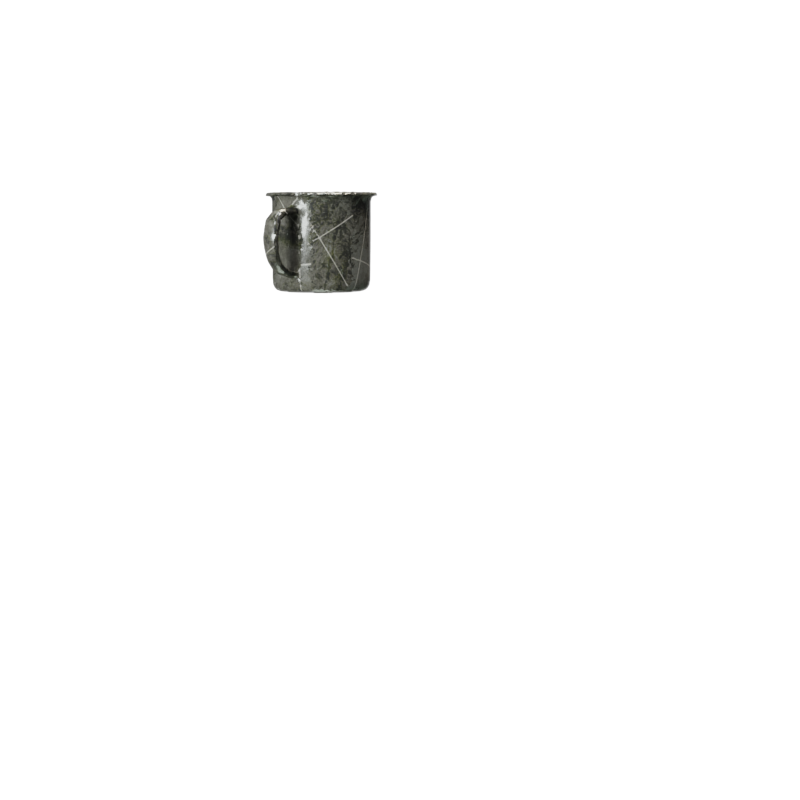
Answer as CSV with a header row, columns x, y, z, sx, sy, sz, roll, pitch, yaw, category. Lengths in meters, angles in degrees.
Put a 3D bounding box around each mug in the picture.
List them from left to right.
x,y,z,sx,sy,sz,roll,pitch,yaw,category
-0.072,-0.131,0.916,0.097,0.081,0.114,4,8,31,mug
